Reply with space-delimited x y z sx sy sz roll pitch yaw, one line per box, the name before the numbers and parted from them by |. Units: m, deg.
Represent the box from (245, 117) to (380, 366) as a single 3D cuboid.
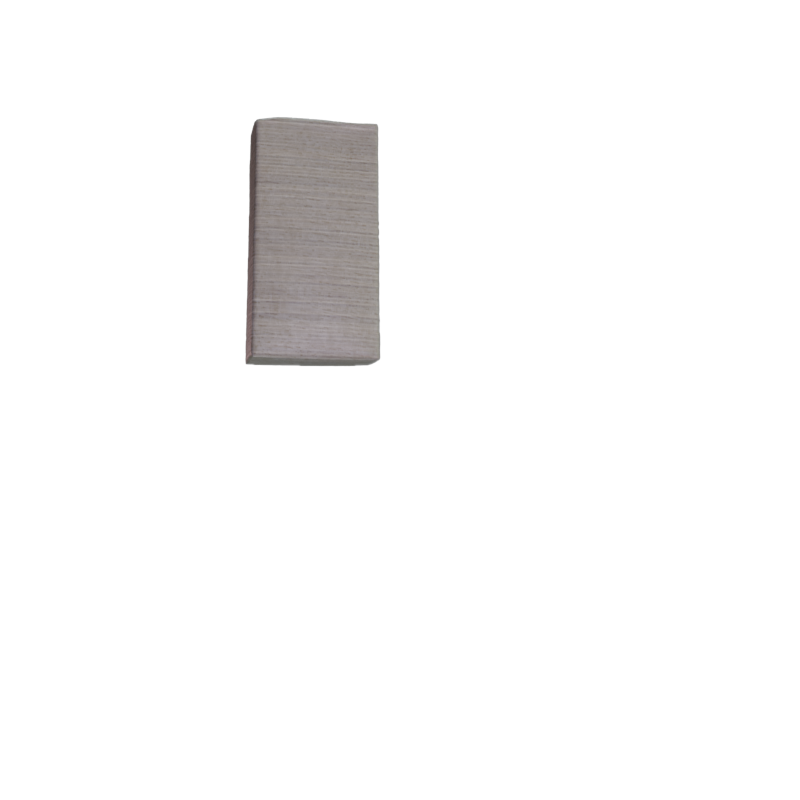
box | -0.063 -0.114 0.798 0.092 0.182 0.047 1 -12 -10
